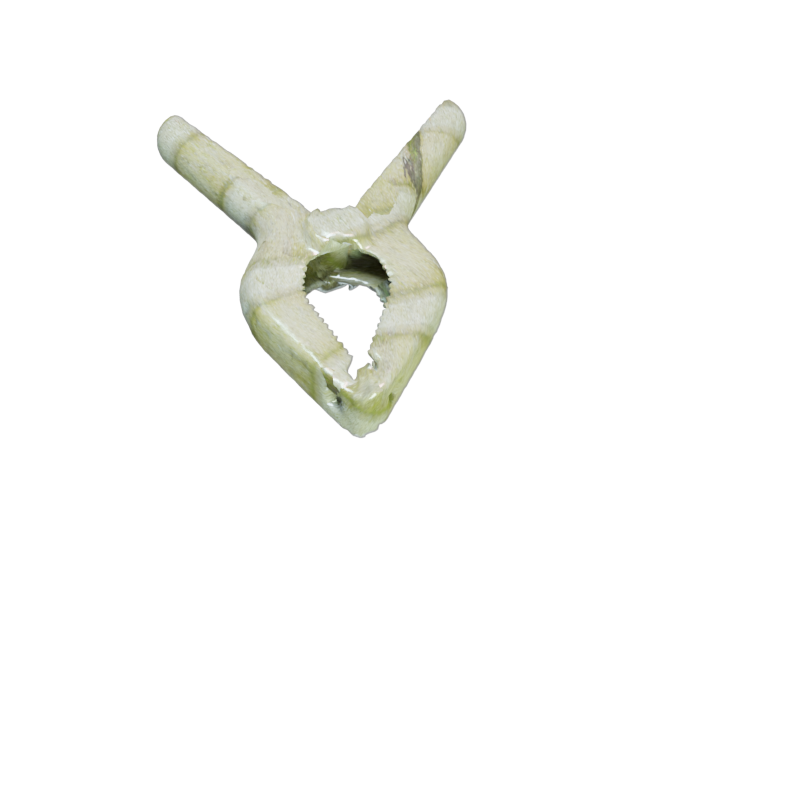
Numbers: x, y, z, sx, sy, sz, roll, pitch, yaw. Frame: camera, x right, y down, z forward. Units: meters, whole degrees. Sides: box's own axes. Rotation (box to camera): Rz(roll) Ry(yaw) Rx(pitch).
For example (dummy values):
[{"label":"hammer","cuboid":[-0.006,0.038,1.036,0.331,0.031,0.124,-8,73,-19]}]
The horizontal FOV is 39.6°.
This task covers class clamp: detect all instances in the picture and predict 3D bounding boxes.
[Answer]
[{"label":"clamp","cuboid":[-0.042,-0.076,0.532,0.164,0.226,0.034,-1,-42,-1]}]
